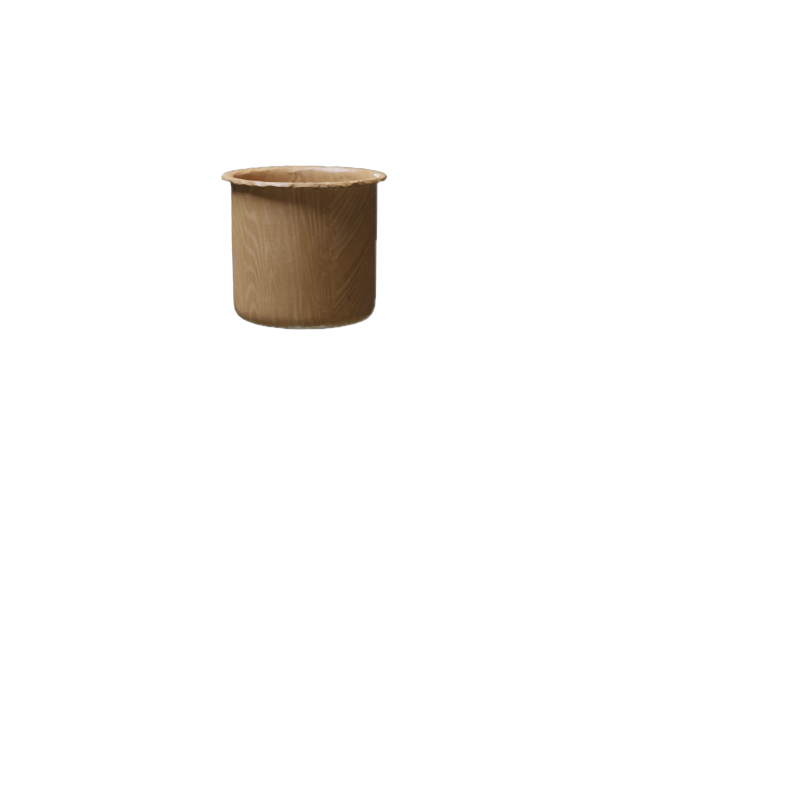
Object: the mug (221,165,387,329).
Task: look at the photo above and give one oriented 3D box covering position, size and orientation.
[{"bbox_3d":[-0.050,-0.091,0.638,0.096,0.079,0.117,6,16,21],"label":"mug"}]
